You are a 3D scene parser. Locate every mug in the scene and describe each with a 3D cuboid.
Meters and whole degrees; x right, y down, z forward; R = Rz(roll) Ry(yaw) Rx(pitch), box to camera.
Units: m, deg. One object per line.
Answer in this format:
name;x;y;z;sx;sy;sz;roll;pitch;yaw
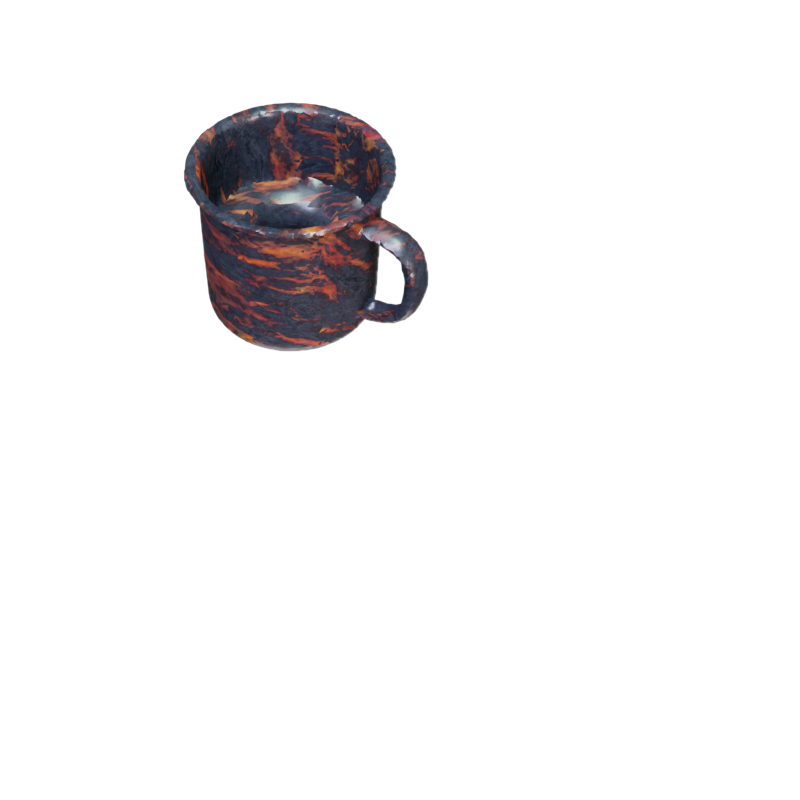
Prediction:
mug;-0.040;-0.072;0.507;0.122;0.076;0.096;24;50;20
